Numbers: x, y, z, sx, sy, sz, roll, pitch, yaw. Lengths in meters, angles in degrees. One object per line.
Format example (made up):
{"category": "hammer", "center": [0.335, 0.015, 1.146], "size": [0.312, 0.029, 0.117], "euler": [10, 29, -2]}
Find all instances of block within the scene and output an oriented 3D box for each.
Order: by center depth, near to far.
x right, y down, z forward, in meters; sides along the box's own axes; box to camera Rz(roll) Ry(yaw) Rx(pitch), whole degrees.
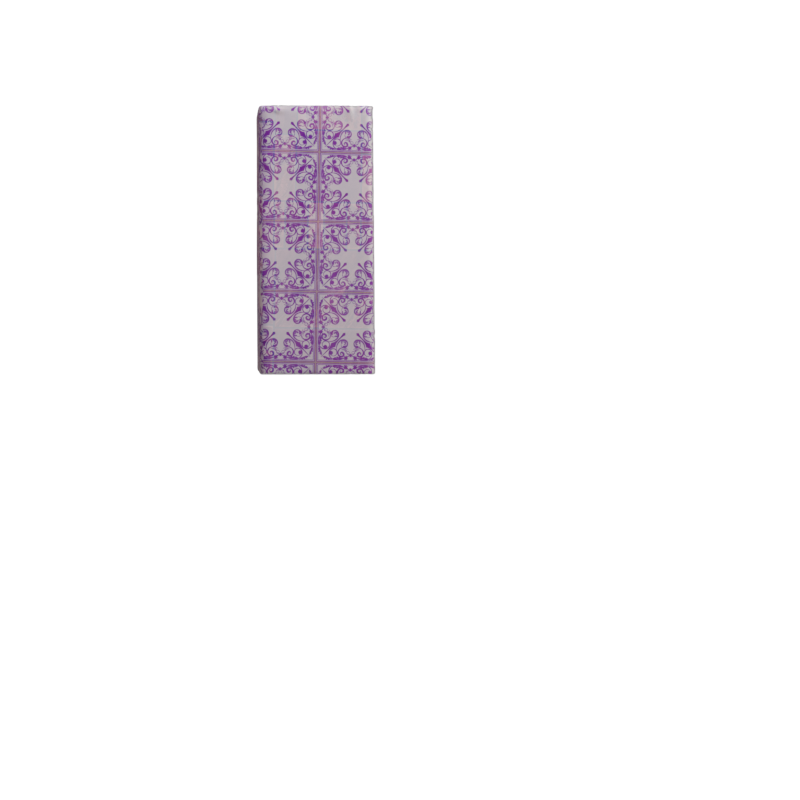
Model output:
{"category": "block", "center": [-0.070, -0.127, 0.888], "size": [0.090, 0.207, 0.090], "euler": [0, -2, -6]}
